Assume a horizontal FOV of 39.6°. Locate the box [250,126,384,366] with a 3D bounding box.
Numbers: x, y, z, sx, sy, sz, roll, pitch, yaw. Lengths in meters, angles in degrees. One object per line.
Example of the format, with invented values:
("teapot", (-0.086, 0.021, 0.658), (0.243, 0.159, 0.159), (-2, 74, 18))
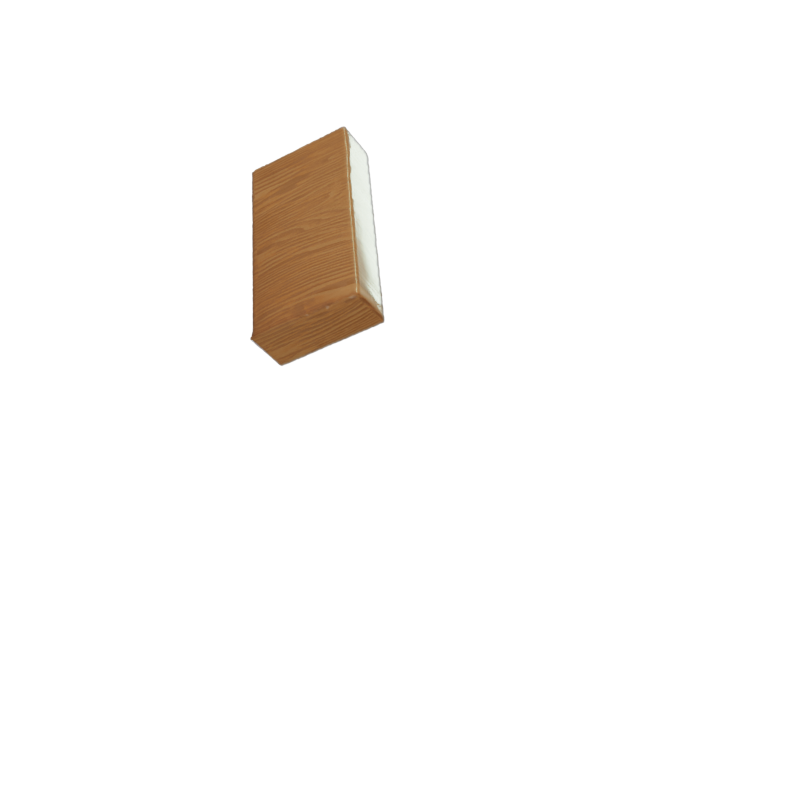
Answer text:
("box", (-0.066, -0.120, 0.844), (0.094, 0.189, 0.044), (-23, -44, 21))
